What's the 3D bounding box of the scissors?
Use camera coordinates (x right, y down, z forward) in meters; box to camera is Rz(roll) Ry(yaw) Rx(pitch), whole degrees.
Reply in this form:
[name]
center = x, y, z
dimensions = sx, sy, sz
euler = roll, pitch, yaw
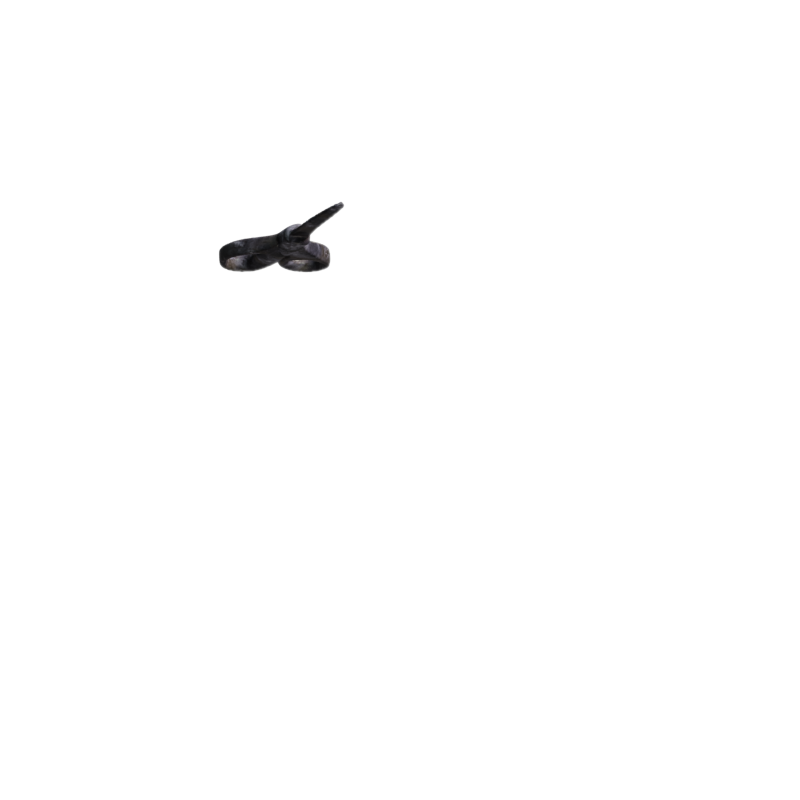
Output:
[scissors]
center = -0.065, -0.118, 0.824
dimensions = 0.092, 0.016, 0.206
euler = 4, -6, -36
